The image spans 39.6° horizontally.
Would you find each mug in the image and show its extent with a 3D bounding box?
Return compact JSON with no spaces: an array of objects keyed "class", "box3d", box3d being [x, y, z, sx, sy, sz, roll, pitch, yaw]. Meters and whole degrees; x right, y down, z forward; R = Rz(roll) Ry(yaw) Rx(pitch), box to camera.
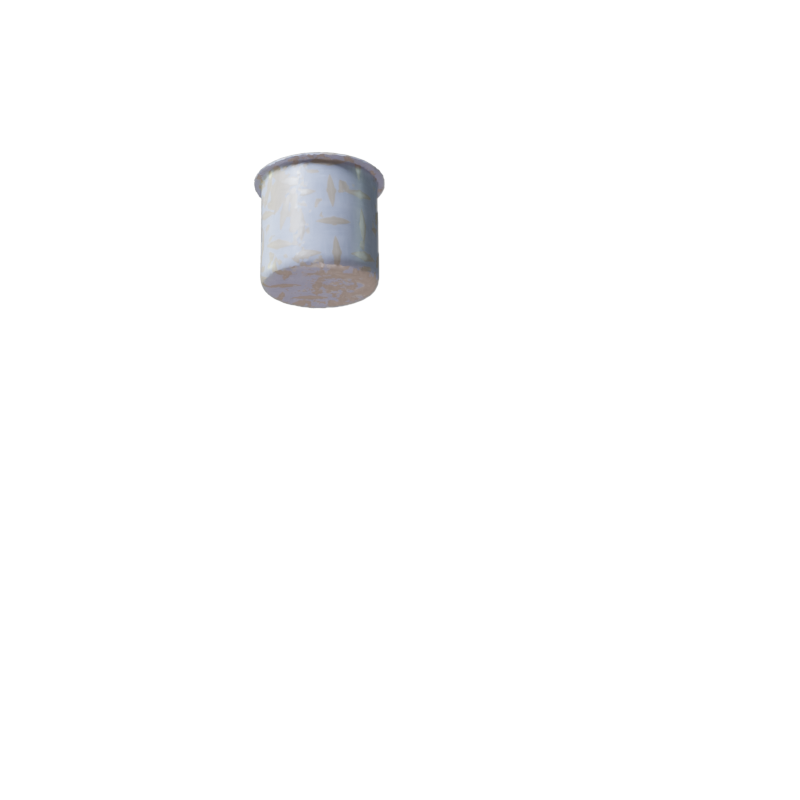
[{"class":"mug","box3d":[-0.061,-0.112,0.781,0.090,0.086,0.115,8,-22,-23]}]
